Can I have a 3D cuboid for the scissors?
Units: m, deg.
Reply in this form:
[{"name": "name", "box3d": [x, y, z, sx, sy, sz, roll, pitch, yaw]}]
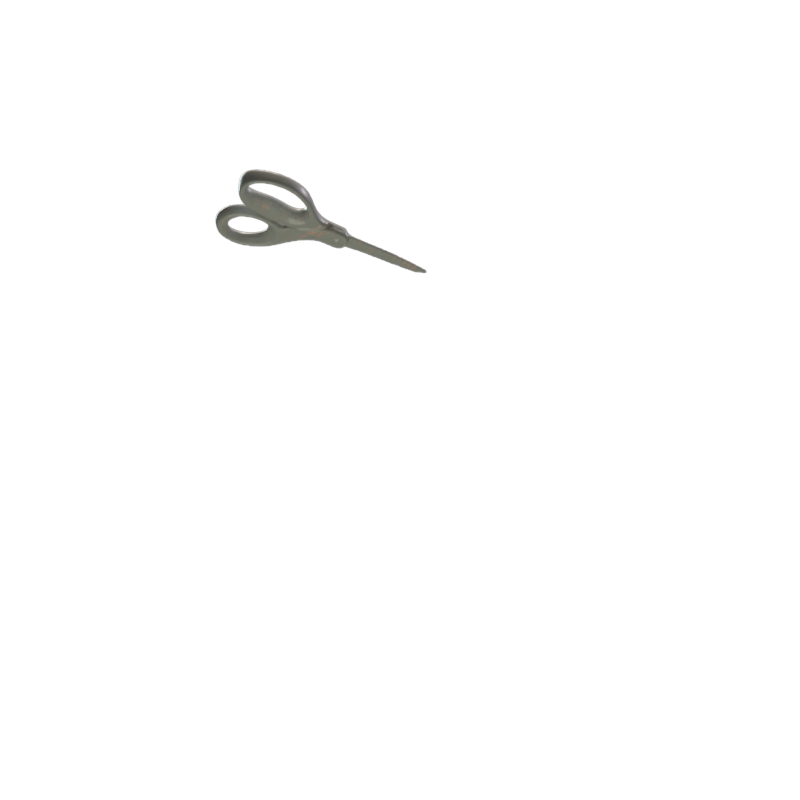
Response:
[{"name": "scissors", "box3d": [-0.075, -0.136, 0.953, 0.096, 0.017, 0.188, -24, -38, 33]}]
